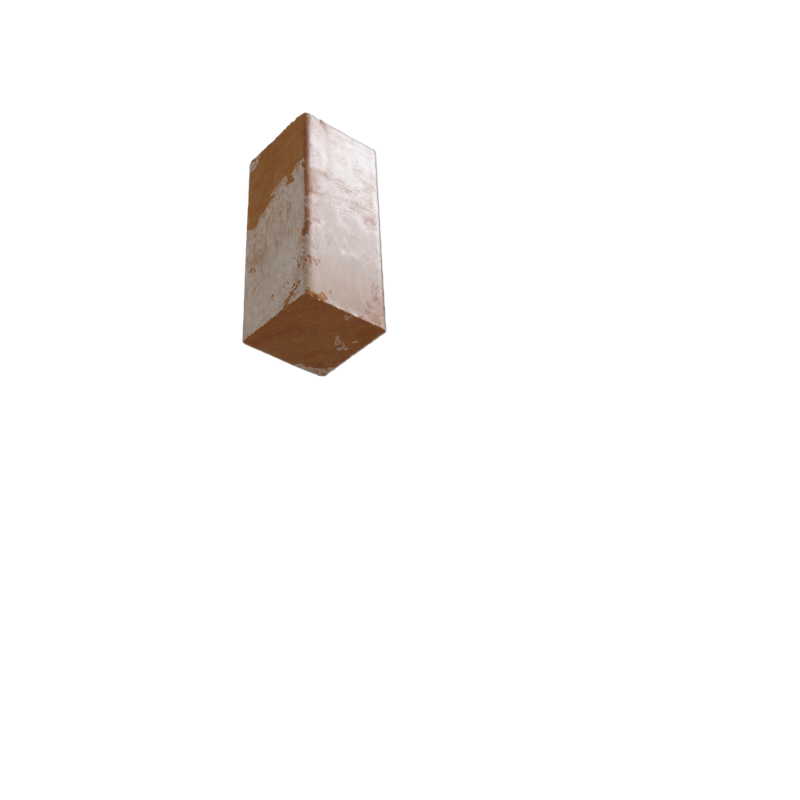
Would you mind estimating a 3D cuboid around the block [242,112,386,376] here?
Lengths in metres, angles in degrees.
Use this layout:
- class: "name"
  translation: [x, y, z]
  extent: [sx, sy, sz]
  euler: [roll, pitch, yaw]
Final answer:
- class: "block"
  translation: [-0.078, -0.140, 0.982]
  extent: [0.085, 0.221, 0.089]
  euler: [24, -44, -32]
